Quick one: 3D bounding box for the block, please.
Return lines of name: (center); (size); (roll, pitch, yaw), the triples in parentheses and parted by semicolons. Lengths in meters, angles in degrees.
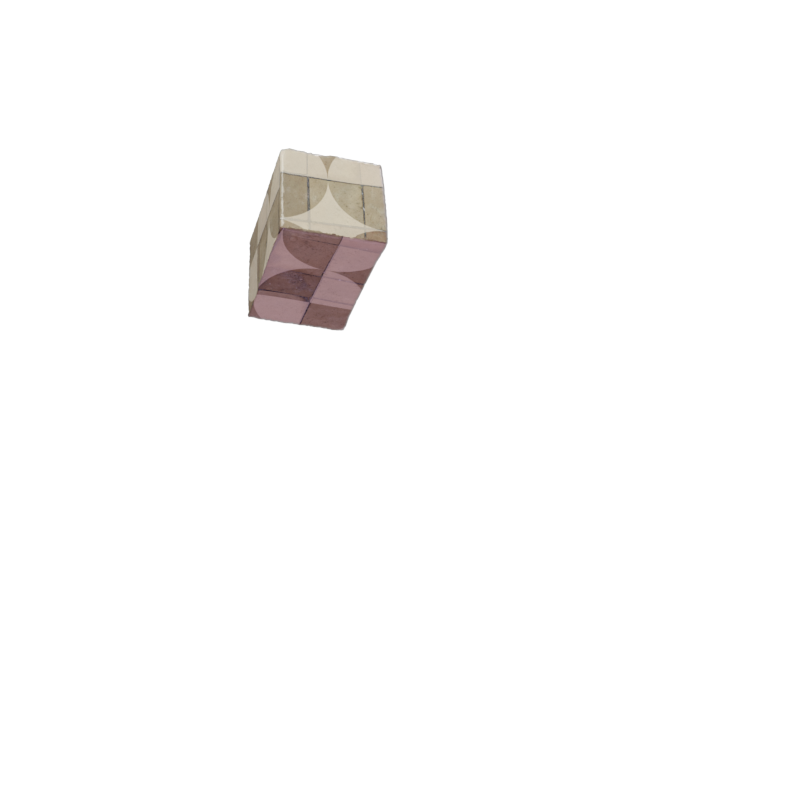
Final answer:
block: (-0.043, -0.079, 0.550); (0.051, 0.055, 0.075); (9, -34, -15)
